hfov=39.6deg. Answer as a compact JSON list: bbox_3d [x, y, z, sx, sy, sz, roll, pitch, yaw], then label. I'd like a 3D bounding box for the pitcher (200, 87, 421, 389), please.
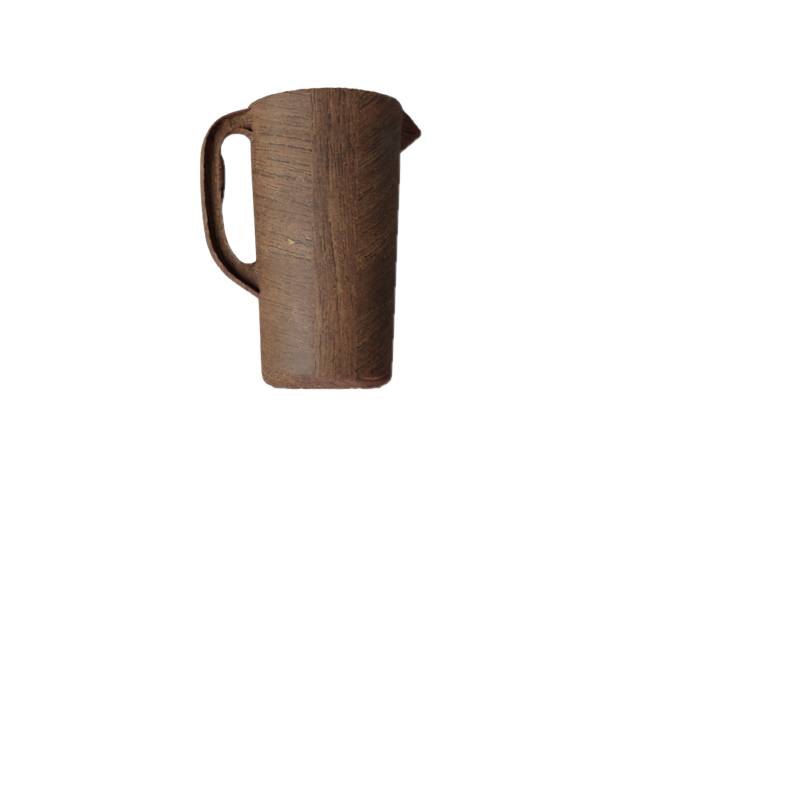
[{"bbox_3d":[-0.072,-0.132,0.926,0.153,0.248,0.138,-4,-8,30],"label":"pitcher"}]
